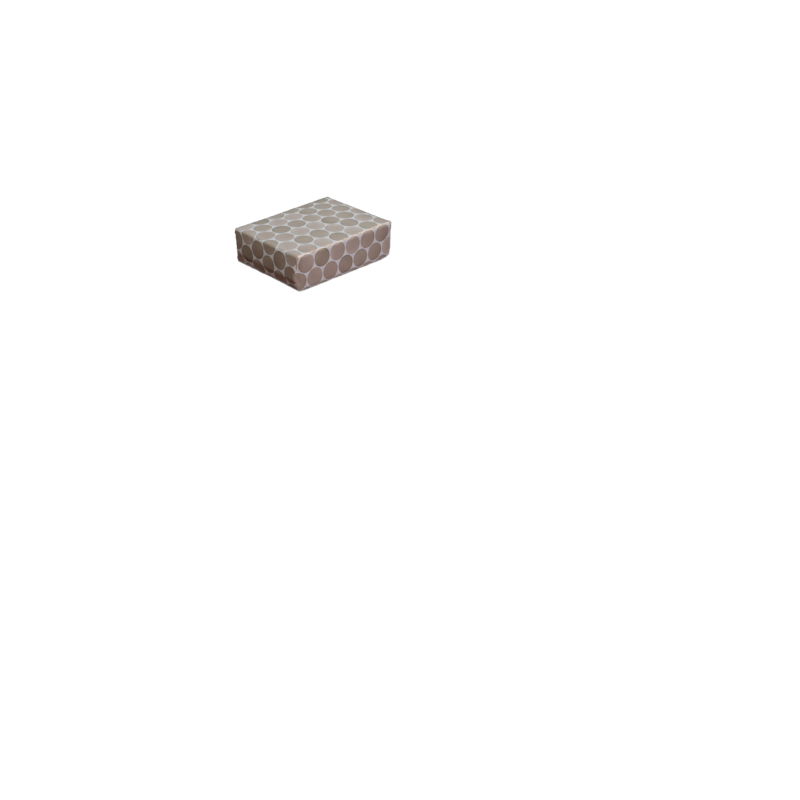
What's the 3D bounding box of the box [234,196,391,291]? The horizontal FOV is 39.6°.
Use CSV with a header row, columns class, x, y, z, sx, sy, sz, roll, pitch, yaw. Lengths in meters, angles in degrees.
class,x,y,z,sx,sy,sz,roll,pitch,yaw
box,-0.078,-0.142,0.995,0.112,0.037,0.096,-24,37,-36
